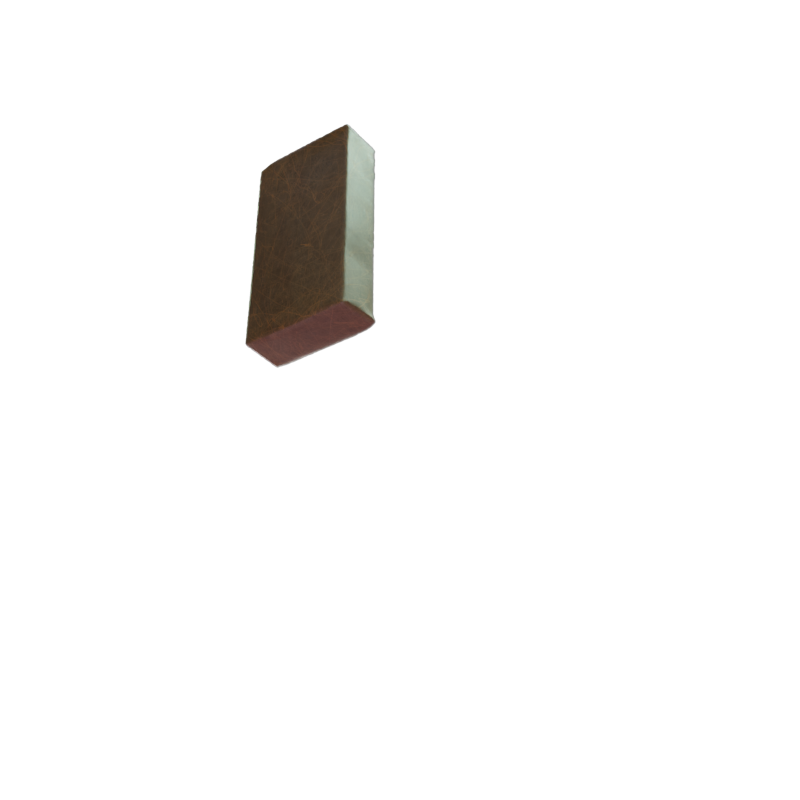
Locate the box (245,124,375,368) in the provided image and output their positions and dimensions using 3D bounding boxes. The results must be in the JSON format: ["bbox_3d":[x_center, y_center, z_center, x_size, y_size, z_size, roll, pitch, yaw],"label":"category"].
[{"bbox_3d":[-0.066,-0.121,0.845,0.094,0.189,0.045,-24,-40,27],"label":"box"}]
